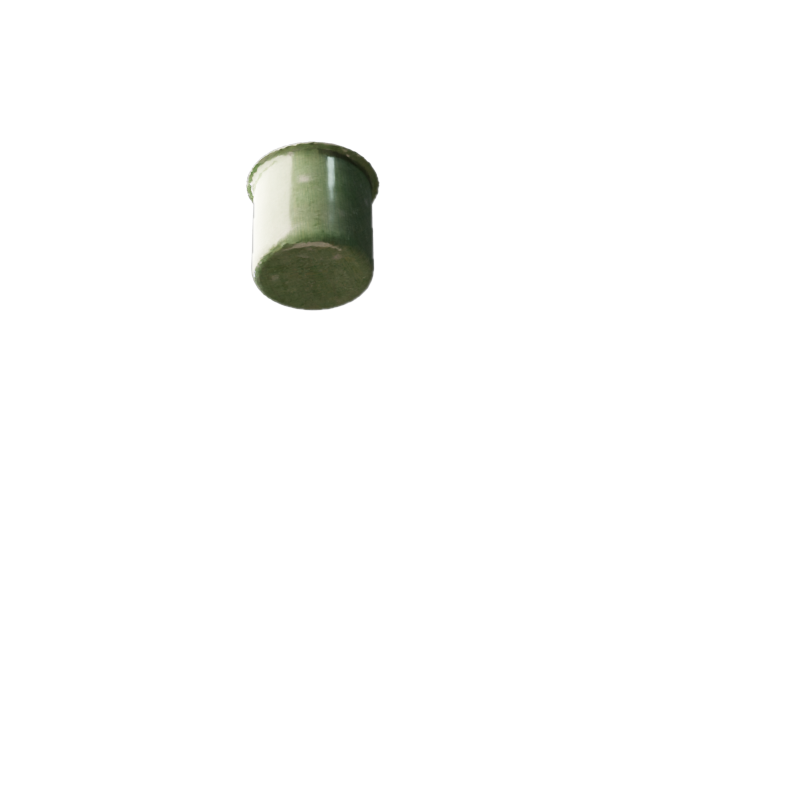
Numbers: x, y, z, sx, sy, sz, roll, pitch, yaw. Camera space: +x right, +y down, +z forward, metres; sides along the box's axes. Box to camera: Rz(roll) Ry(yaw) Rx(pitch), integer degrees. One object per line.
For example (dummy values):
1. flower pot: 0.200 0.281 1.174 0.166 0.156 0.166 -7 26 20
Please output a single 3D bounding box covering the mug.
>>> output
1. mug: -0.060 -0.109 0.763 0.093 0.087 0.109 -1 -33 -1
